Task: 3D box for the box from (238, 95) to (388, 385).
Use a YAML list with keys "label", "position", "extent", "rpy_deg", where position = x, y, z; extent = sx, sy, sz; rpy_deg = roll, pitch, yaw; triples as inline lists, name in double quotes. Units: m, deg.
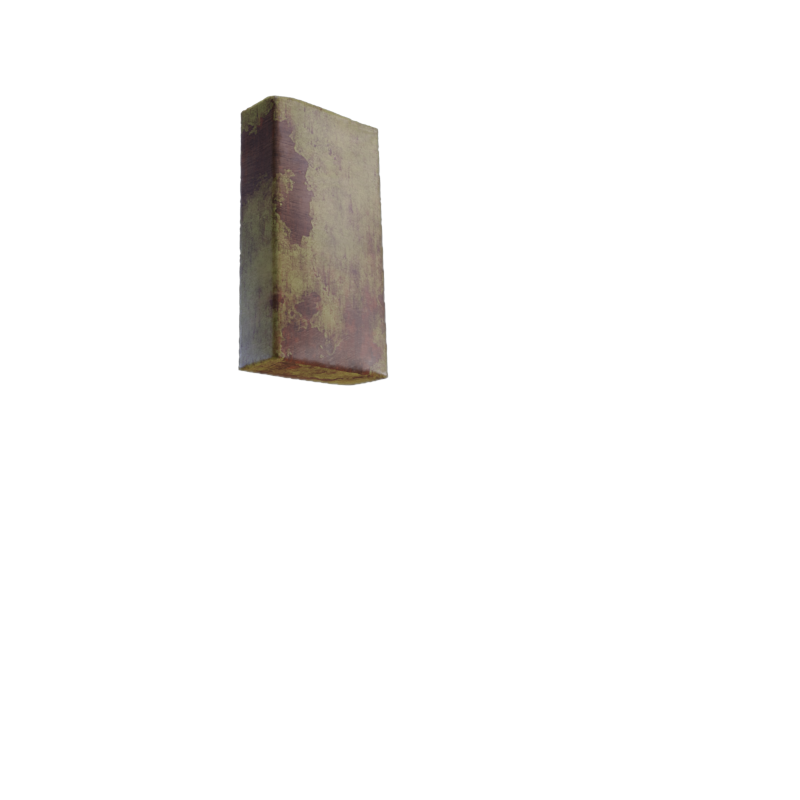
- label: "box"
  position: [-0.056, -0.102, 0.714]
  extent: [0.088, 0.183, 0.049]
  rpy_deg: [12, -21, -39]
